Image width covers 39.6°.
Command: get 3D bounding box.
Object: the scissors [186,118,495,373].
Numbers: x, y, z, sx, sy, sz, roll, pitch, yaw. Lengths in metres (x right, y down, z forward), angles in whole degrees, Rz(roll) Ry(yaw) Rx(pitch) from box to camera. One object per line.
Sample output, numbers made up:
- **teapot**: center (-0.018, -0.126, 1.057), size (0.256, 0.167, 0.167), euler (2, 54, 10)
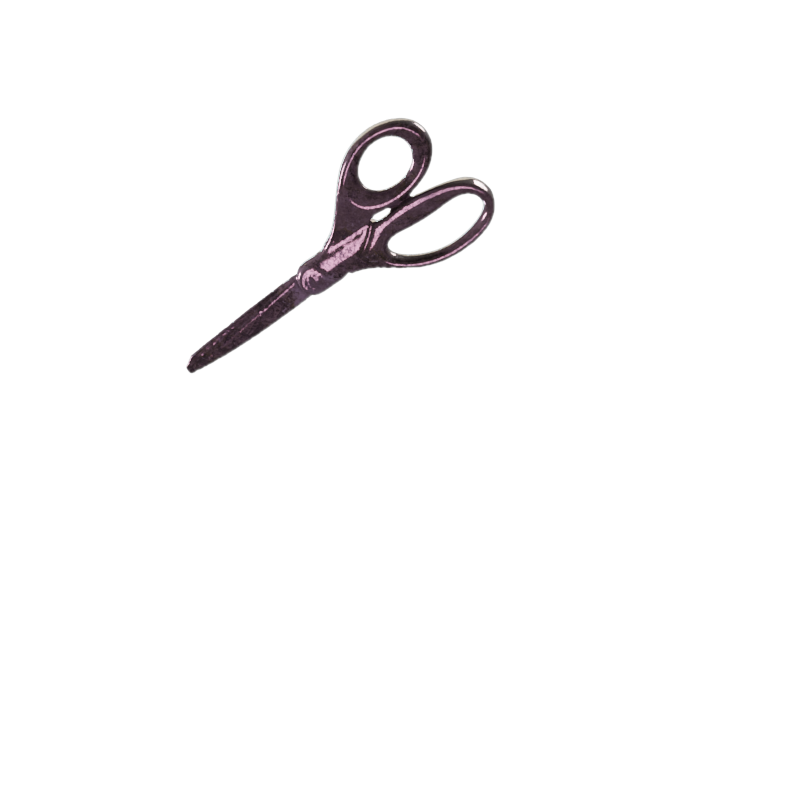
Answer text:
- **scissors**: center (-0.048, -0.088, 0.616), size (0.202, 0.091, 0.017), euler (-21, 24, 9)
